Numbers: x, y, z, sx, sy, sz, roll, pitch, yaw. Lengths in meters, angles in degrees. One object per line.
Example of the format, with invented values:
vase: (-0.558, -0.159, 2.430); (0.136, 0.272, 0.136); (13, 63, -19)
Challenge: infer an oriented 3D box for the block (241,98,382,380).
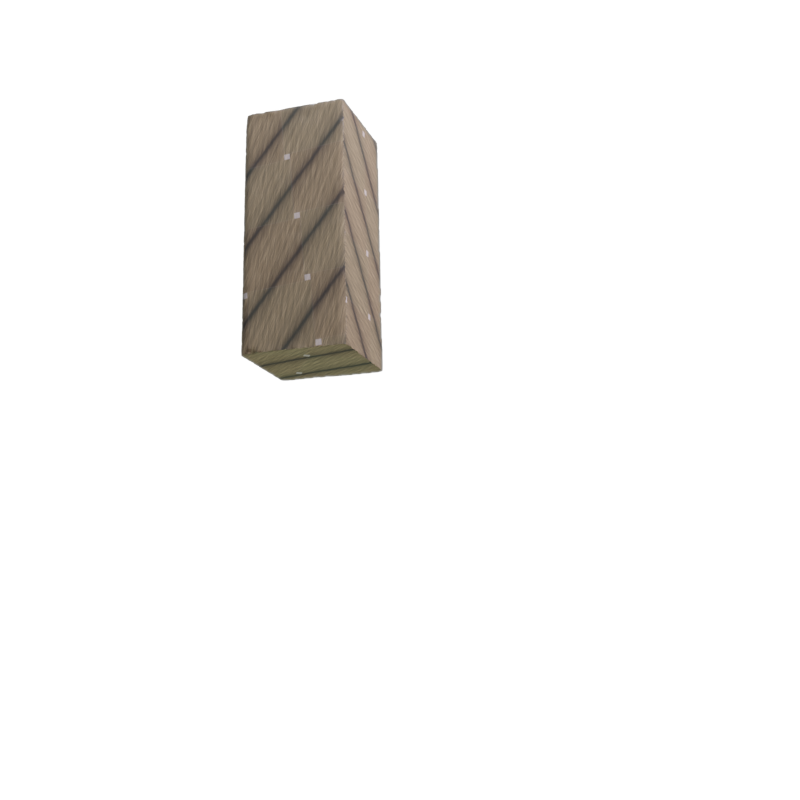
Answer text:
block: (-0.072, -0.130, 0.909); (0.092, 0.216, 0.085); (-8, -20, 17)
